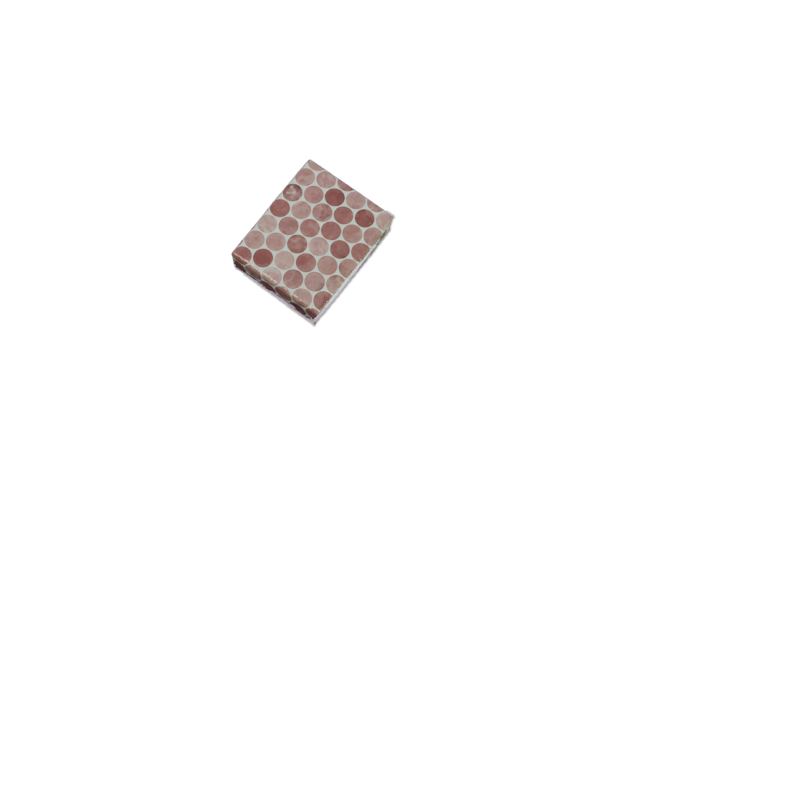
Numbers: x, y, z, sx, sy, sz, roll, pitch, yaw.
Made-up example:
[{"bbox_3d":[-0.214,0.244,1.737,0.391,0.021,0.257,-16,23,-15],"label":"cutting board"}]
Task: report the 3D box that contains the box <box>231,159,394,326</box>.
[{"bbox_3d":[-0.073,-0.134,0.935,0.092,0.115,0.037,34,-16,10],"label":"box"}]
